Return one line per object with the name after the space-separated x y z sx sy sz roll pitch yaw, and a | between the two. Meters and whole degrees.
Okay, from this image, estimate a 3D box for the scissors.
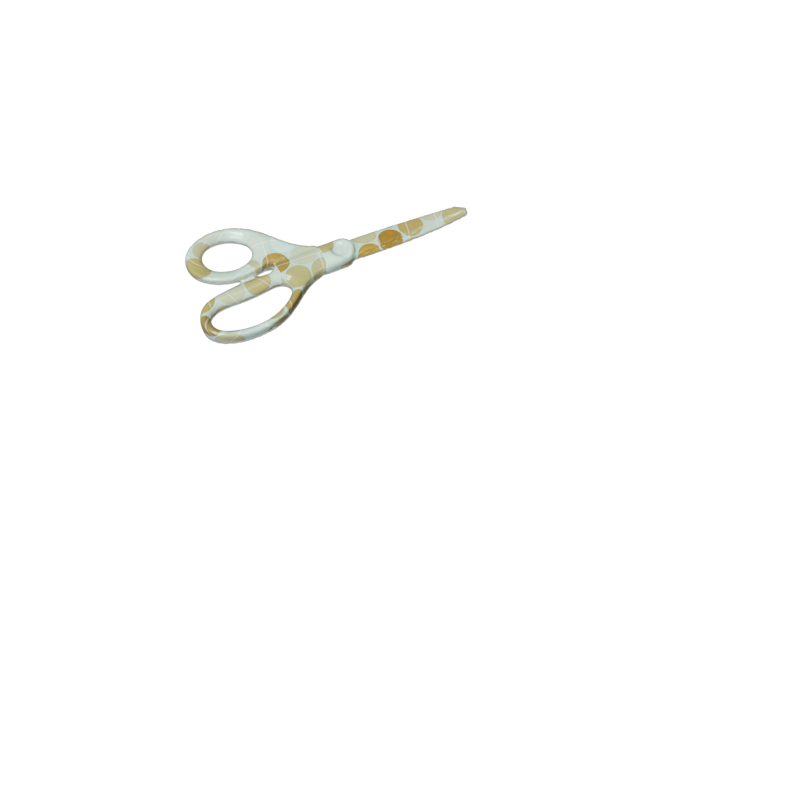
-0.059 -0.108 0.758 0.203 0.102 0.015 -35 -28 -22 | scissors
